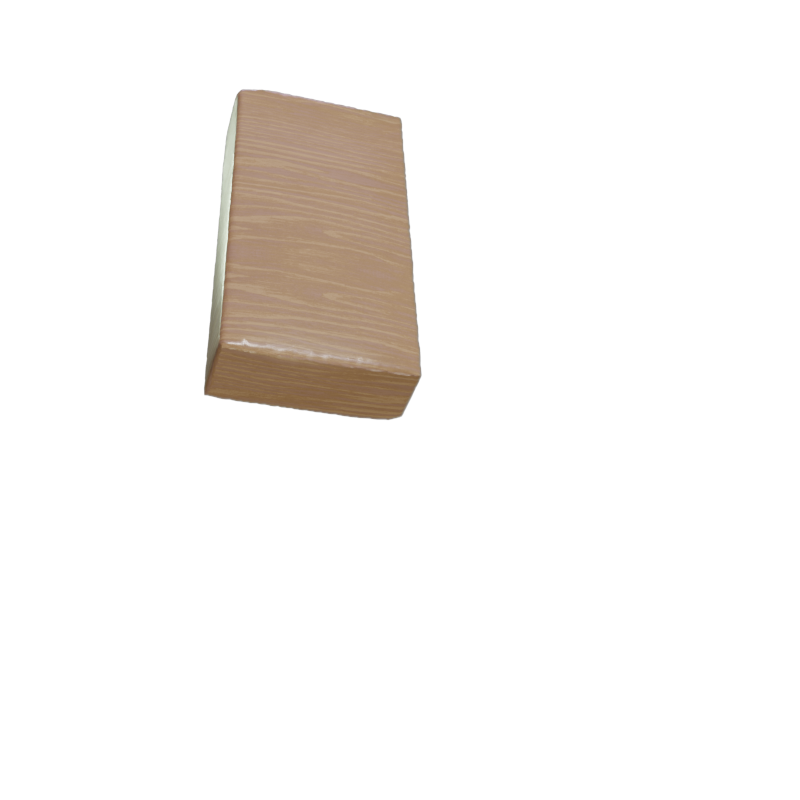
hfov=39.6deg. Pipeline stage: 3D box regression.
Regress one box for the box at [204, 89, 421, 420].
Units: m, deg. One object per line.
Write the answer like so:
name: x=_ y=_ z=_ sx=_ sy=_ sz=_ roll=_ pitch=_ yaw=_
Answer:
box: x=-0.043 y=-0.078 z=0.546 sx=0.091 sy=0.189 sz=0.046 roll=7 pitch=-39 yaw=-13
